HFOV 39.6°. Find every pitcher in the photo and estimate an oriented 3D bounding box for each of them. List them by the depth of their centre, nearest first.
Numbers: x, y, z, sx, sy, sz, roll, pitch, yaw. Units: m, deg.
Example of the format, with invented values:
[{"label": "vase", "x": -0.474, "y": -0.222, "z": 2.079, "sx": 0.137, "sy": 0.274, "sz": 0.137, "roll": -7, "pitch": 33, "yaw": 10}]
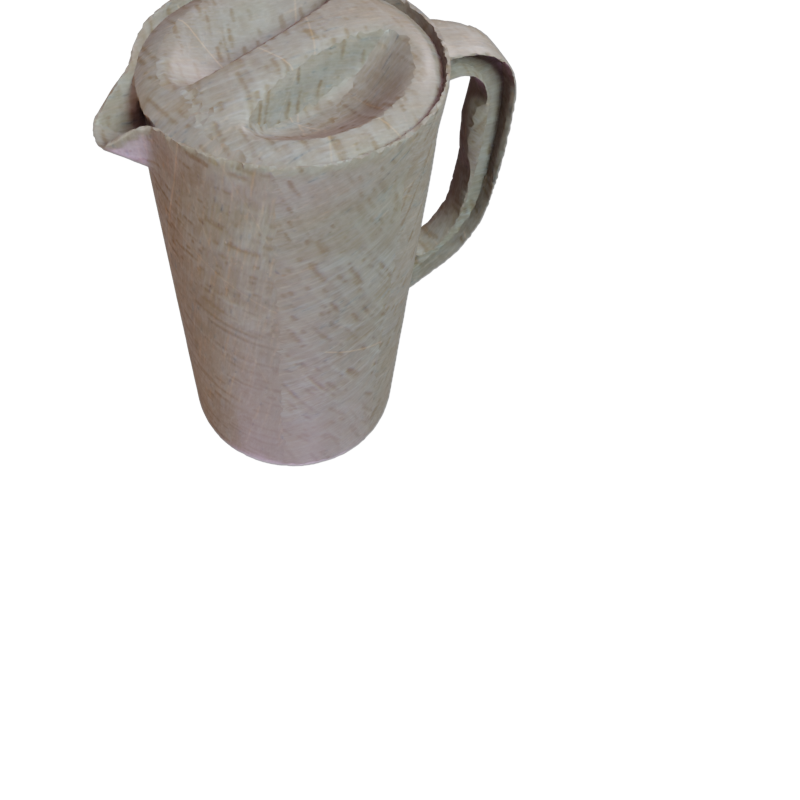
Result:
[{"label": "pitcher", "x": -0.042, "y": -0.077, "z": 0.540, "sx": 0.154, "sy": 0.151, "sz": 0.227, "roll": 20, "pitch": -37, "yaw": 12}]
